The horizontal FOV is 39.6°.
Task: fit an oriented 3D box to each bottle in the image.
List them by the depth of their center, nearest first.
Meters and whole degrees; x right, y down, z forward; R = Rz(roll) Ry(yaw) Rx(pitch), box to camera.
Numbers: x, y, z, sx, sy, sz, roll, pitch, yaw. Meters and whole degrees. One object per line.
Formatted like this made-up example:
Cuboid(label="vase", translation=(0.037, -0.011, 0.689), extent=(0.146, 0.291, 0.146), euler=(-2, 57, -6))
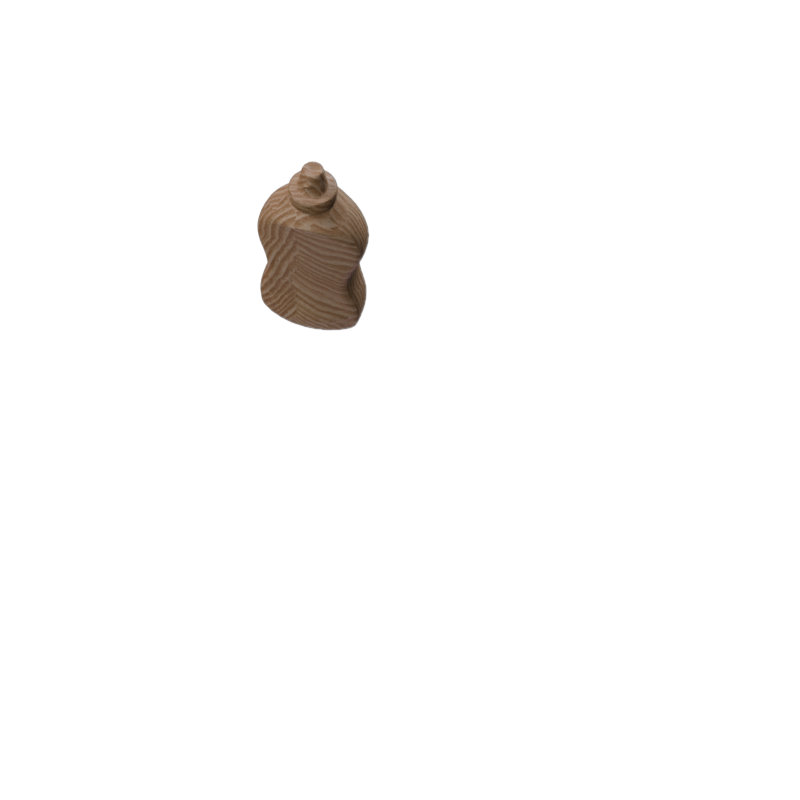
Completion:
Cuboid(label="bottle", translation=(-0.076, -0.138, 0.966), extent=(0.098, 0.061, 0.179), euler=(18, -33, 9))
